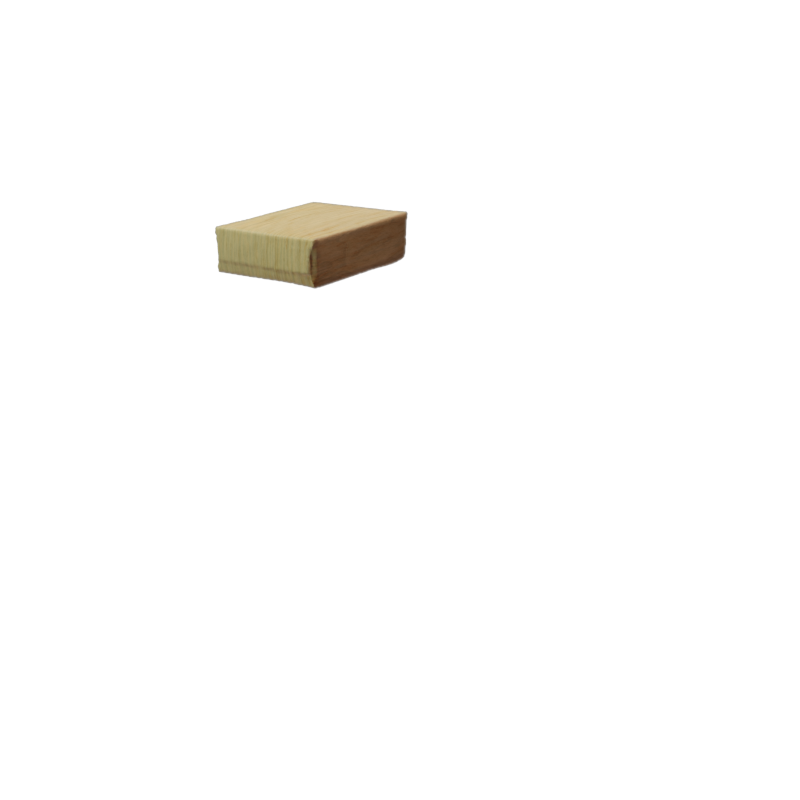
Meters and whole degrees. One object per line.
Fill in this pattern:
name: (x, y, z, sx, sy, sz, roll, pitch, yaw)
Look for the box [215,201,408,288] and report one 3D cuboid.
box: (-0.062, -0.113, 0.791, 0.094, 0.038, 0.112, 13, 22, 34)
